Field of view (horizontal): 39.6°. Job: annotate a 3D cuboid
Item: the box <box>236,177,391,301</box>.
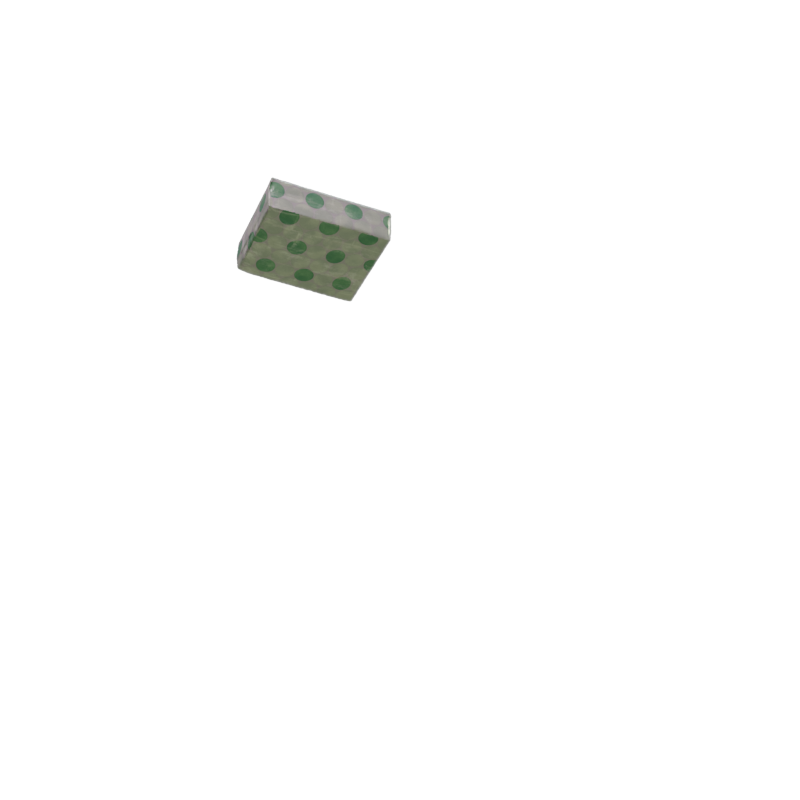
[{"bbox_3d":[-0.075,-0.137,0.963,0.110,0.042,0.086,14,-41,-17],"label":"box"}]
